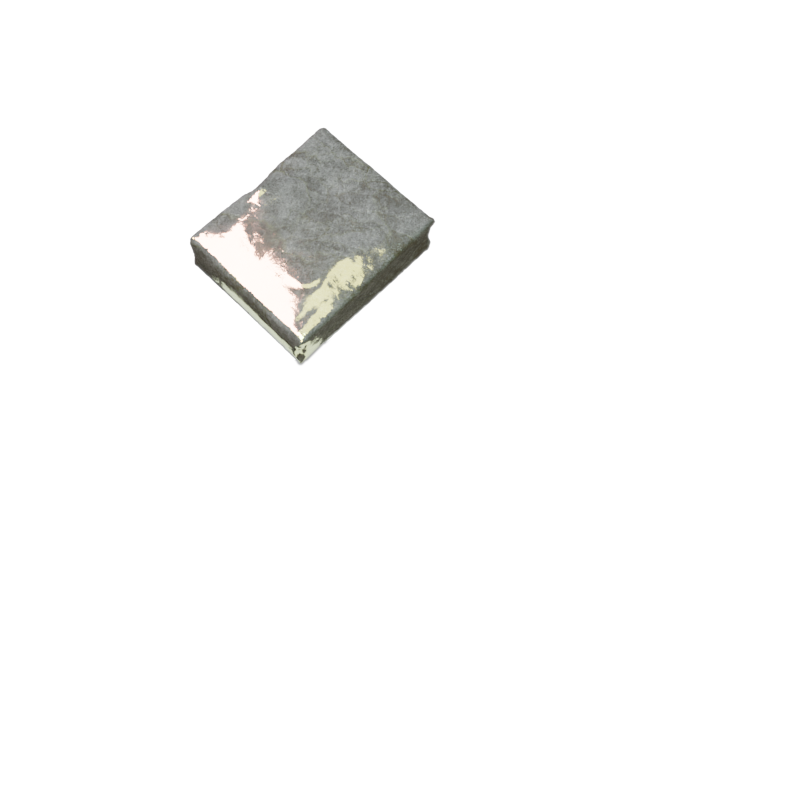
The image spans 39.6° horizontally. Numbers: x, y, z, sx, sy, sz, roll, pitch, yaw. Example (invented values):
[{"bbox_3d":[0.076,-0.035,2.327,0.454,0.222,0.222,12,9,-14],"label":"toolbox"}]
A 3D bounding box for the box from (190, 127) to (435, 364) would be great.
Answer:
[{"bbox_3d":[-0.040,-0.073,0.513,0.076,0.090,0.029,42,-19,17],"label":"box"}]
